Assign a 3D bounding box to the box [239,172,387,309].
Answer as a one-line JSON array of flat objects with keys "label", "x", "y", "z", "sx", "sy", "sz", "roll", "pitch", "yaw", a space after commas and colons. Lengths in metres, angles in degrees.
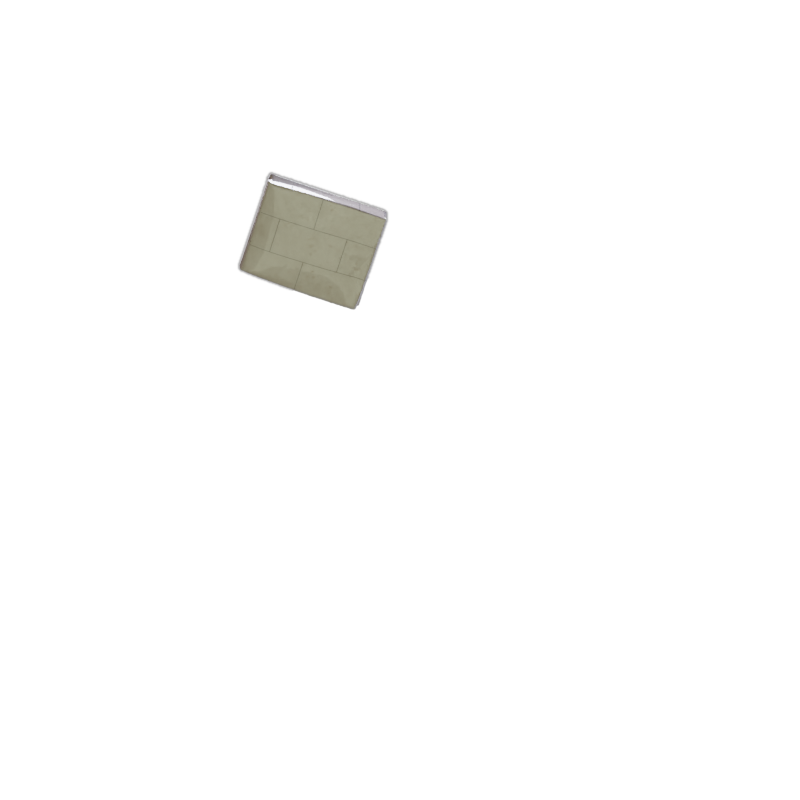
[{"label": "box", "x": -0.077, "y": -0.141, "z": 0.988, "sx": 0.112, "sy": 0.088, "sz": 0.040, "roll": 18, "pitch": 15, "yaw": -5}]
